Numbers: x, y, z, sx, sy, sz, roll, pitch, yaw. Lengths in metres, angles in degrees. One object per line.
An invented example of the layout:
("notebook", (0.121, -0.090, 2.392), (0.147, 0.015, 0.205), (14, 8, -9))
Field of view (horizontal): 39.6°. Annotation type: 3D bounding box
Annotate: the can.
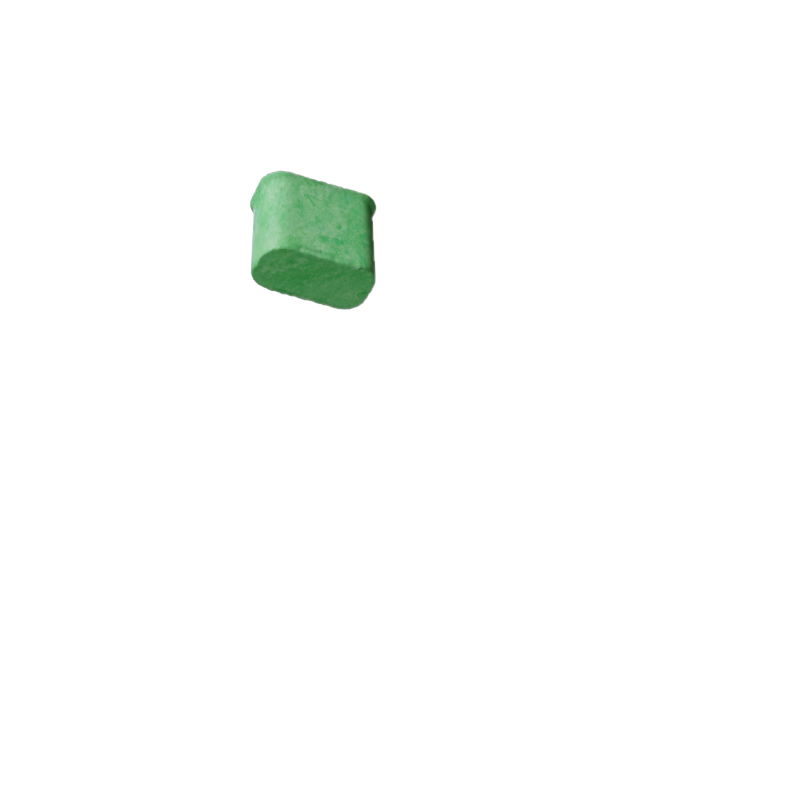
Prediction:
("can", (-0.070, -0.127, 0.890), (0.099, 0.090, 0.055), (14, -42, -18))
